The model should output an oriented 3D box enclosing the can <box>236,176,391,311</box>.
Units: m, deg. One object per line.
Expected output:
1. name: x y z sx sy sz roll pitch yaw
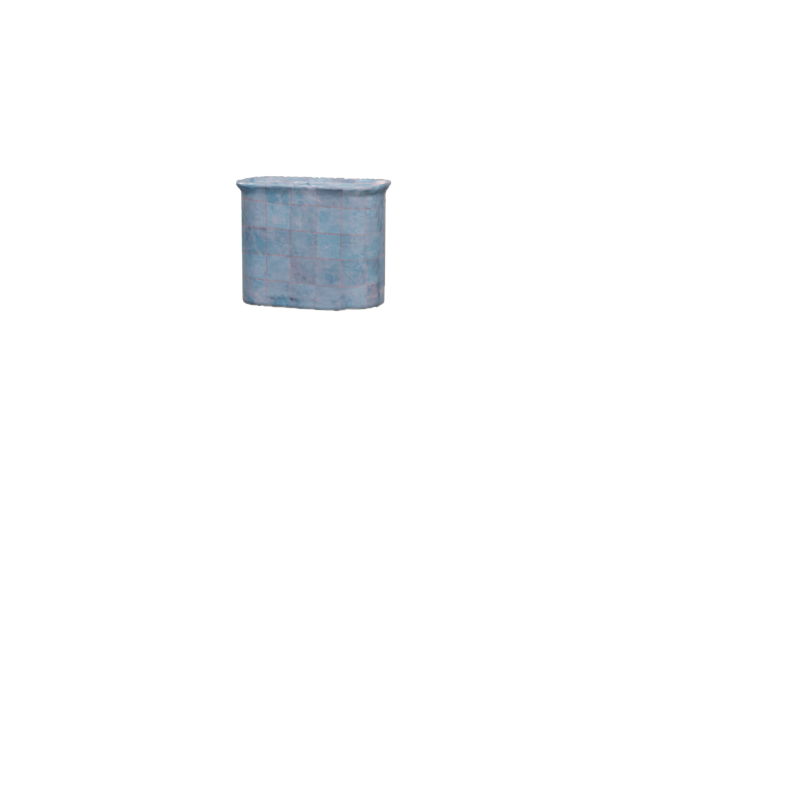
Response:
1. can: -0.059 -0.107 0.752 0.105 0.082 0.057 5 12 18
